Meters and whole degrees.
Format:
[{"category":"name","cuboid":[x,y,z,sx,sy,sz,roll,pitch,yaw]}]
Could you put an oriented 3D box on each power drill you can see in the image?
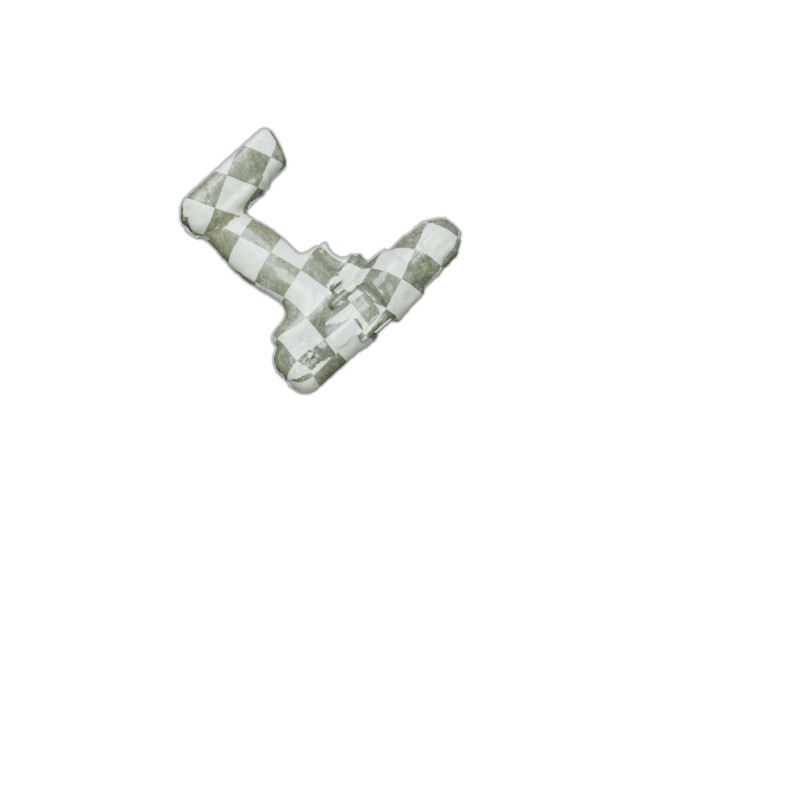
[{"category":"power drill","cuboid":[-0.070,-0.127,0.891,0.185,0.193,0.055,-42,-10,-10]}]
